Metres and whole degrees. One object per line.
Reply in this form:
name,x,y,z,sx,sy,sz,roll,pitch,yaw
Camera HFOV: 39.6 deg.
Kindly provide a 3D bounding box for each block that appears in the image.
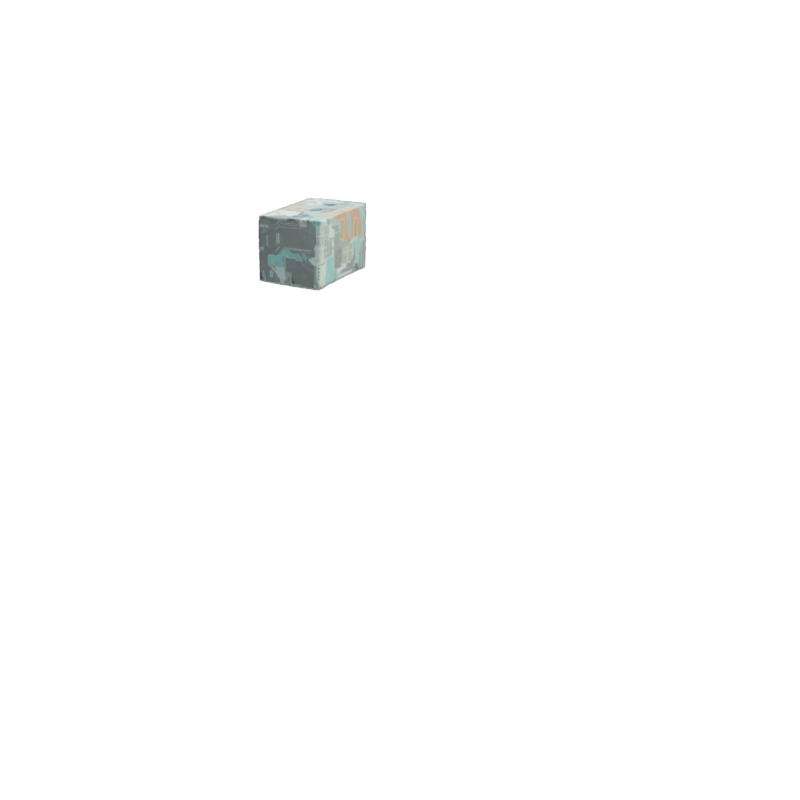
block,-0.065,-0.118,0.829,0.055,0.049,0.078,8,20,23
